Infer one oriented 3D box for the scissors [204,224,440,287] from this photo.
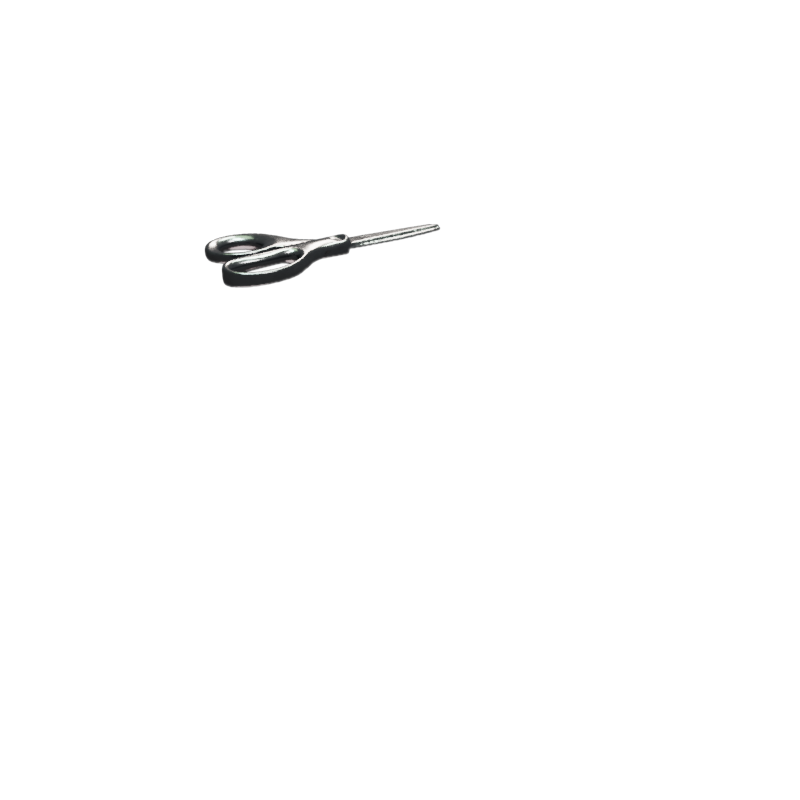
[{"bbox_3d":[-0.069,-0.127,0.887,0.102,0.015,0.199,23,35,38],"label":"scissors"}]
